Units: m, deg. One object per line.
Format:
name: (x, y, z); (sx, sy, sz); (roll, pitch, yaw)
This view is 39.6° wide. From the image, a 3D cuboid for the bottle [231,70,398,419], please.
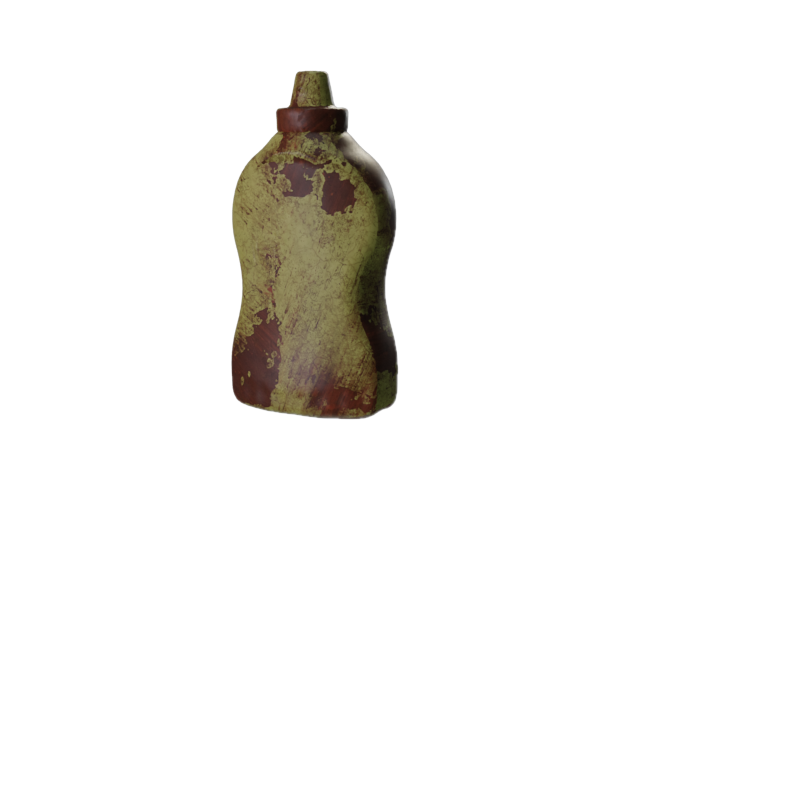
bottle: (-0.050, -0.090, 0.631); (0.100, 0.189, 0.057); (4, 7, 29)
